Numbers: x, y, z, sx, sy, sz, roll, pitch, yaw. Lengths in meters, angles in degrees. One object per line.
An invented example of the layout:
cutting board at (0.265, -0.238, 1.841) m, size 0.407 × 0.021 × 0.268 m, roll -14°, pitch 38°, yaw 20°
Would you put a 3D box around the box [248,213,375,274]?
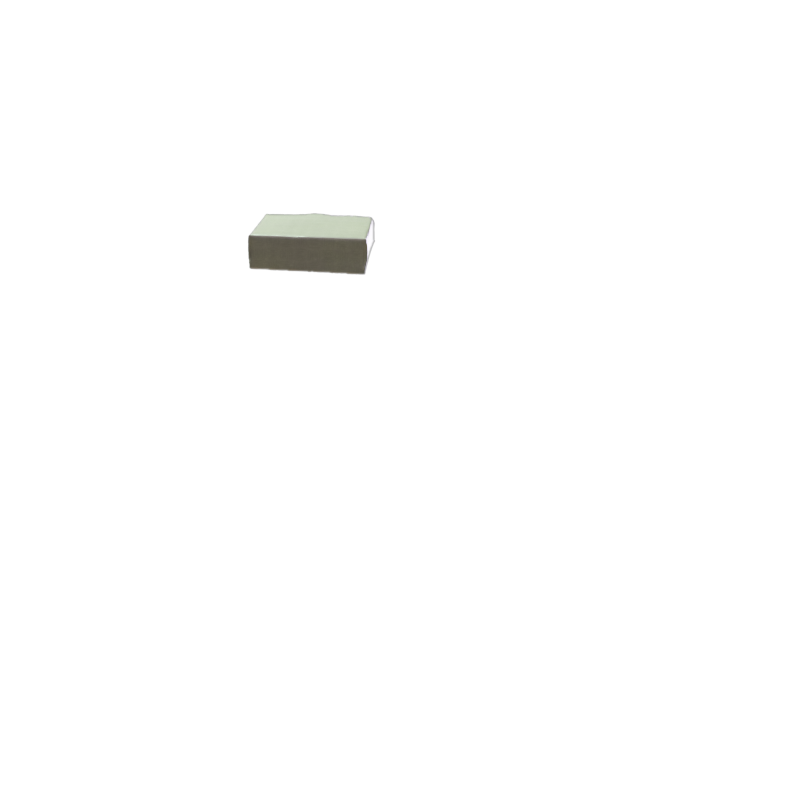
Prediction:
box at (-0.066, -0.121, 0.846) m, size 0.090 × 0.029 × 0.075 m, roll 2°, pitch 21°, yaw 5°
